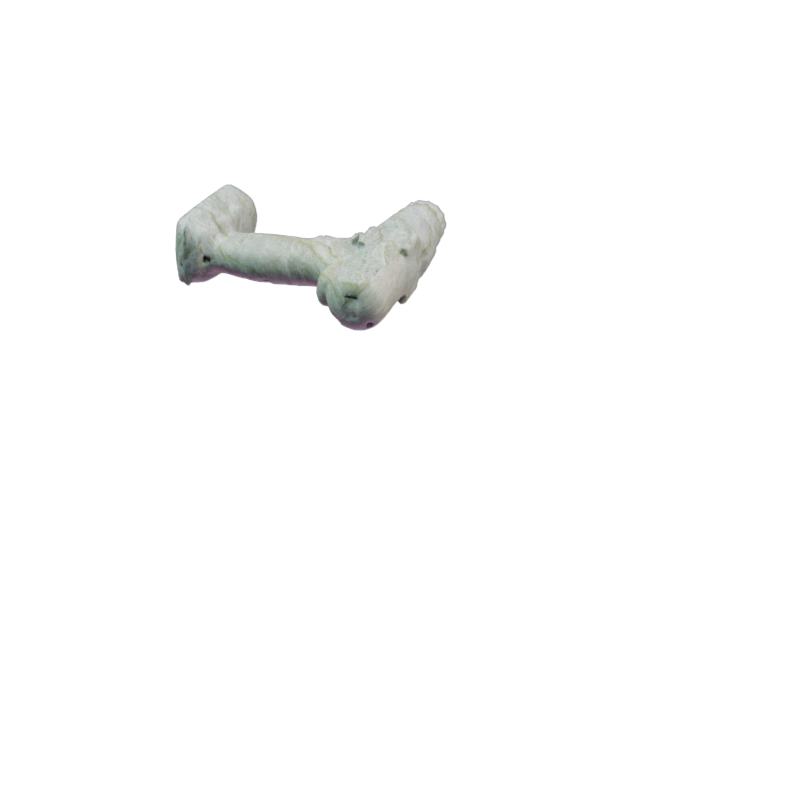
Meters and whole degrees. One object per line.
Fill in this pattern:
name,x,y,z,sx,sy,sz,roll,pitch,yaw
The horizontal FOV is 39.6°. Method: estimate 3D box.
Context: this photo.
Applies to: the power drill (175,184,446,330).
power drill,-0.069,-0.126,0.880,0.194,0.054,0.189,10,30,18
